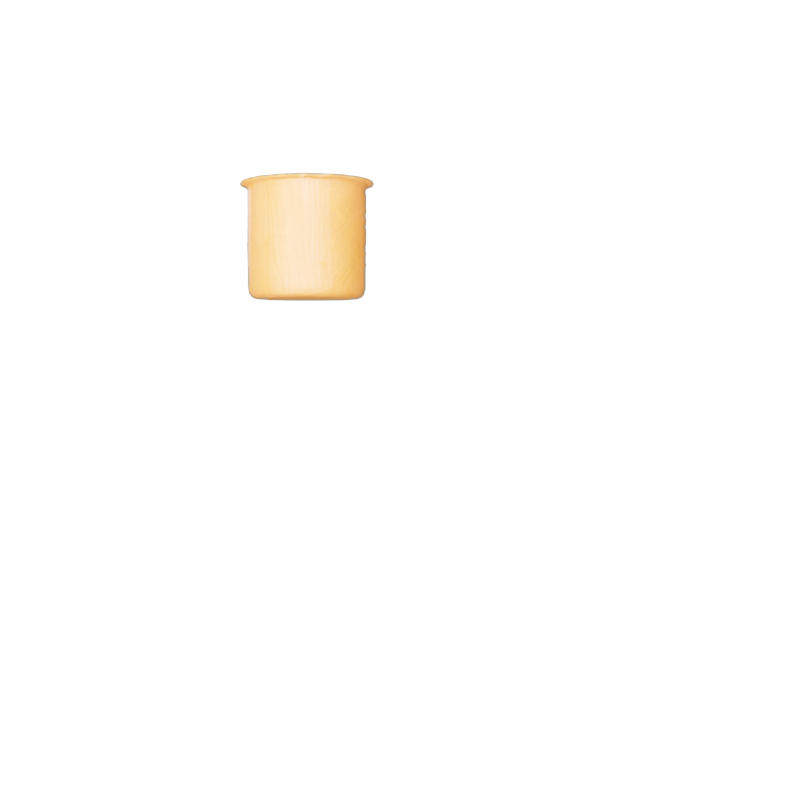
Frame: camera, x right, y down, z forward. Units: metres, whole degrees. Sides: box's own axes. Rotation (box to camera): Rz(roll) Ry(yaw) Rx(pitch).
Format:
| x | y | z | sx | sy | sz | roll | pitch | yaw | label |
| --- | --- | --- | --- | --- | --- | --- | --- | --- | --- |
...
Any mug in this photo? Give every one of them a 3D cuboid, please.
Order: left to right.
| x | y | z | sx | sy | sz | roll | pitch | yaw | label |
| --- | --- | --- | --- | --- | --- | --- | --- | --- | --- |
| -0.061 | -0.111 | 0.780 | 0.095 | 0.082 | 0.114 | 0 | 0 | 19 | mug |
